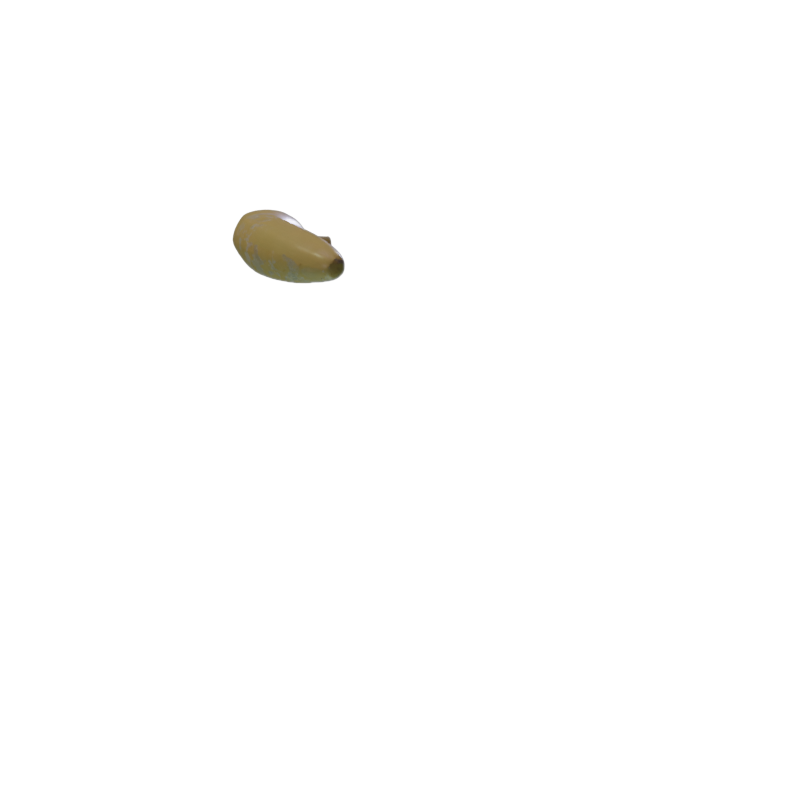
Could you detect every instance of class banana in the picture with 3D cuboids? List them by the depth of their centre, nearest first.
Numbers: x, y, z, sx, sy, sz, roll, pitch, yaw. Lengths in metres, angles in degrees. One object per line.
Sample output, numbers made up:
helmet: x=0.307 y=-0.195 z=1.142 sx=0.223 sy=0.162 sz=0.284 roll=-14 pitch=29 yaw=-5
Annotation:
banana: x=-0.075 y=-0.104 z=0.725 sx=0.069 sy=0.036 sz=0.203 roll=-1 pitch=14 yaw=-5
